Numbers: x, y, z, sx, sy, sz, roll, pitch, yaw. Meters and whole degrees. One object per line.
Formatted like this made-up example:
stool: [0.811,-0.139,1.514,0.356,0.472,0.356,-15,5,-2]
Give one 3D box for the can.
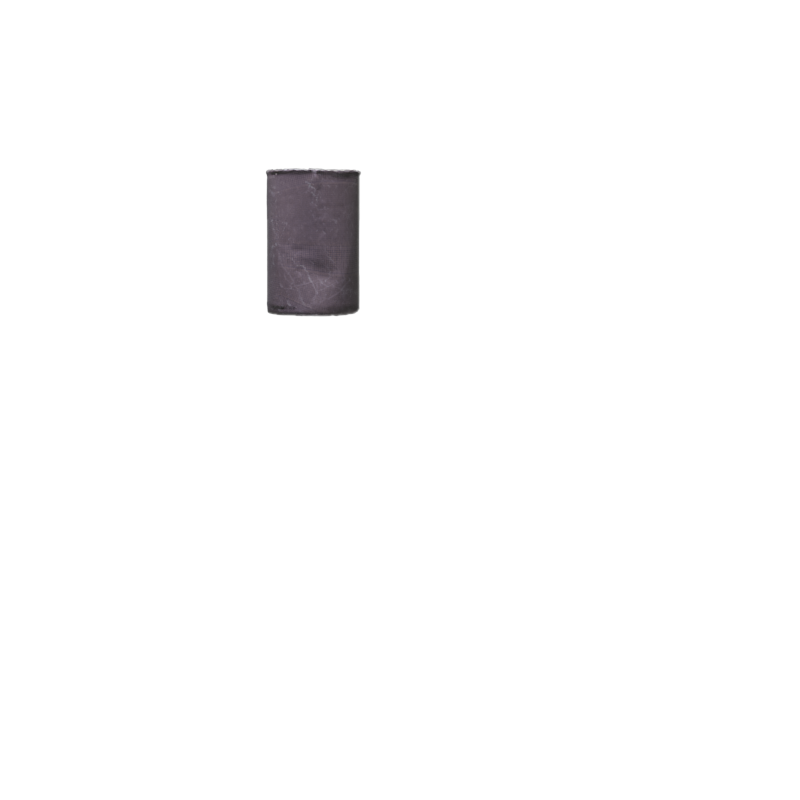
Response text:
can: [-0.062,-0.113,0.793,0.068,0.102,0.069,0,3,-2]
